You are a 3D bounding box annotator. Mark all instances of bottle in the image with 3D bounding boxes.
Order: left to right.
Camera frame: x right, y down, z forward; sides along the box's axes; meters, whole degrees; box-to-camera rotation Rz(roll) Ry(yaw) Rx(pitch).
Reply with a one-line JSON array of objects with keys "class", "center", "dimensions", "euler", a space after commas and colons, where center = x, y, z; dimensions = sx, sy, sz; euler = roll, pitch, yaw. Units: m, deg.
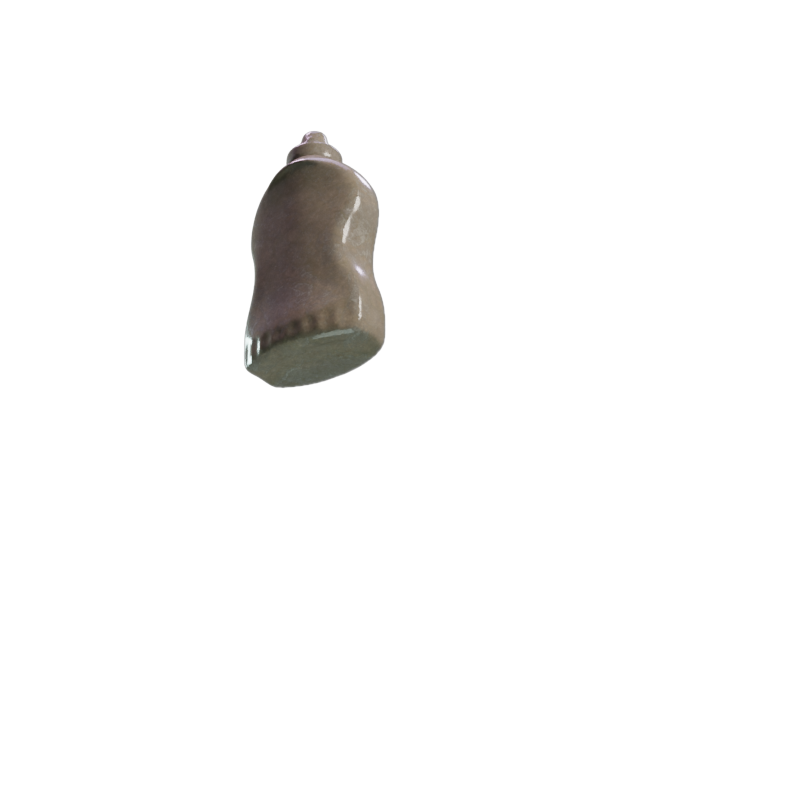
[{"class": "bottle", "center": [-0.060, -0.109, 0.764], "dimensions": [0.096, 0.205, 0.054], "euler": [-23, -39, 29]}]
